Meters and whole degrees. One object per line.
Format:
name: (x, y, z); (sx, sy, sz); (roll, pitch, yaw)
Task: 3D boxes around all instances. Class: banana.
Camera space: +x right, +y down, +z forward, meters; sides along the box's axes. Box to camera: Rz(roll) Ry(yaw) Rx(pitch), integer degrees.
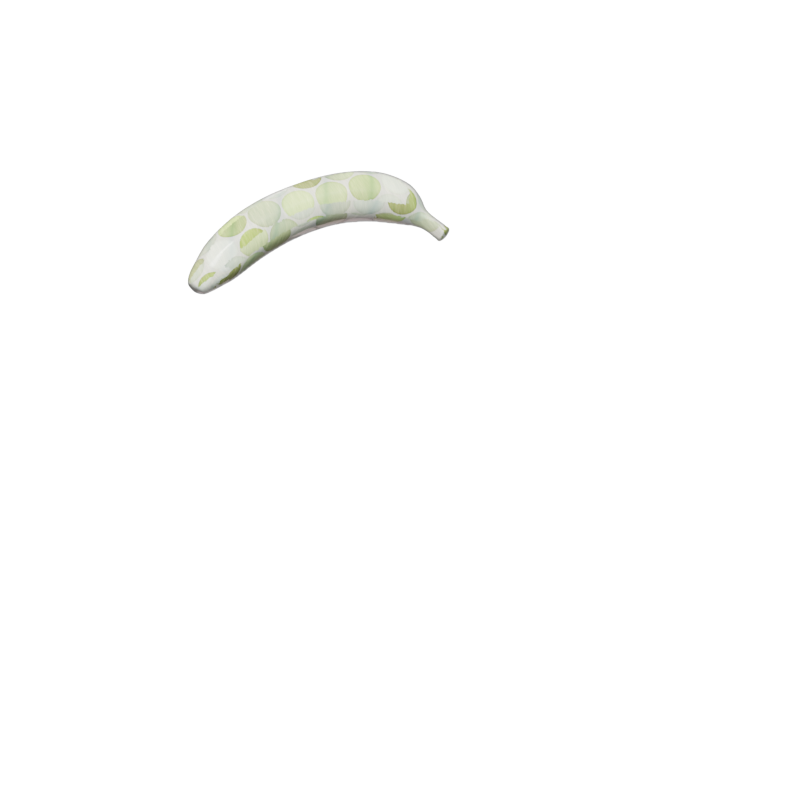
banana: (-0.066, -0.131, 0.816); (0.196, 0.075, 0.034); (-15, -35, -11)
